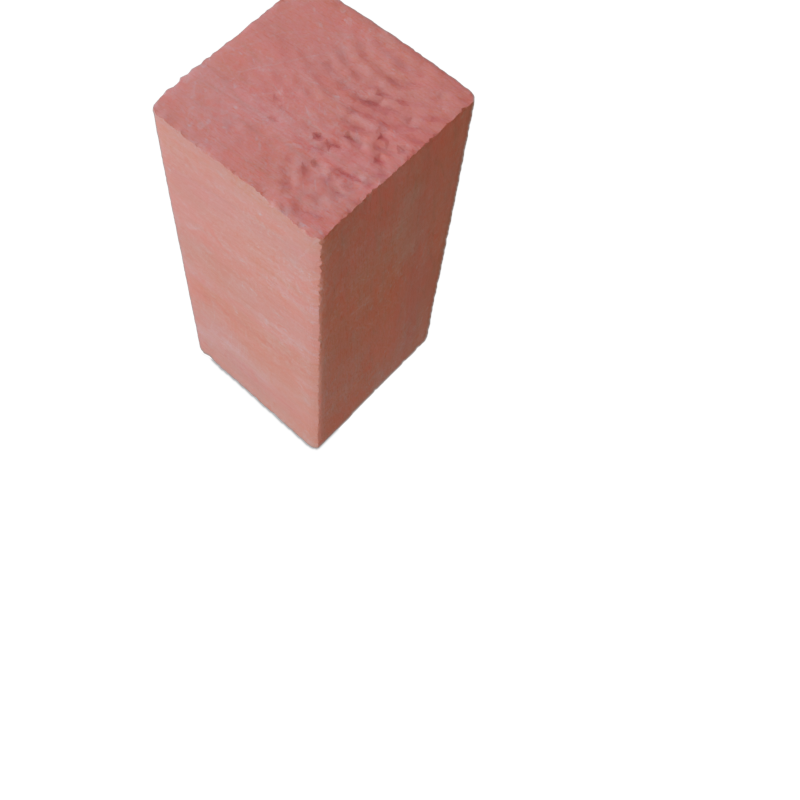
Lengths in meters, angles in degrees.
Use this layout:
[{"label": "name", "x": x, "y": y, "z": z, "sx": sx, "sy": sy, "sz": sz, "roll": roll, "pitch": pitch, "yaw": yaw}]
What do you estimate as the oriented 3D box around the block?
[{"label": "block", "x": -0.040, "y": -0.072, "z": 0.501, "sx": 0.094, "sy": 0.092, "sz": 0.195, "roll": 40, "pitch": -21, "yaw": 14}]
